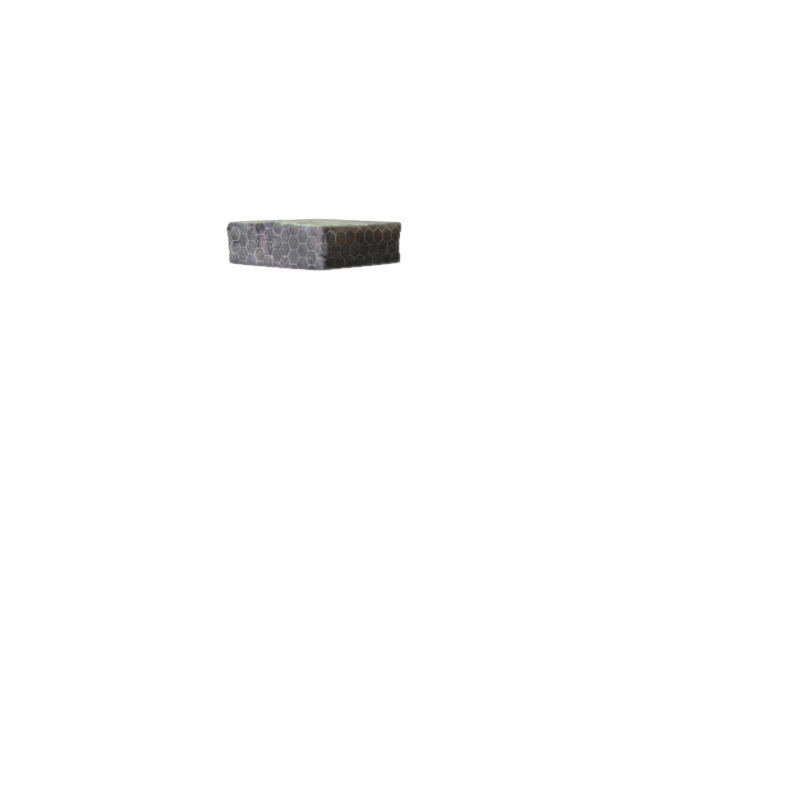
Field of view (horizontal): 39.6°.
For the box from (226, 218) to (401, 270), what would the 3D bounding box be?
[{"bbox_3d":[-0.056,-0.102,0.713,0.093,0.030,0.071,10,14,42],"label":"box"}]
